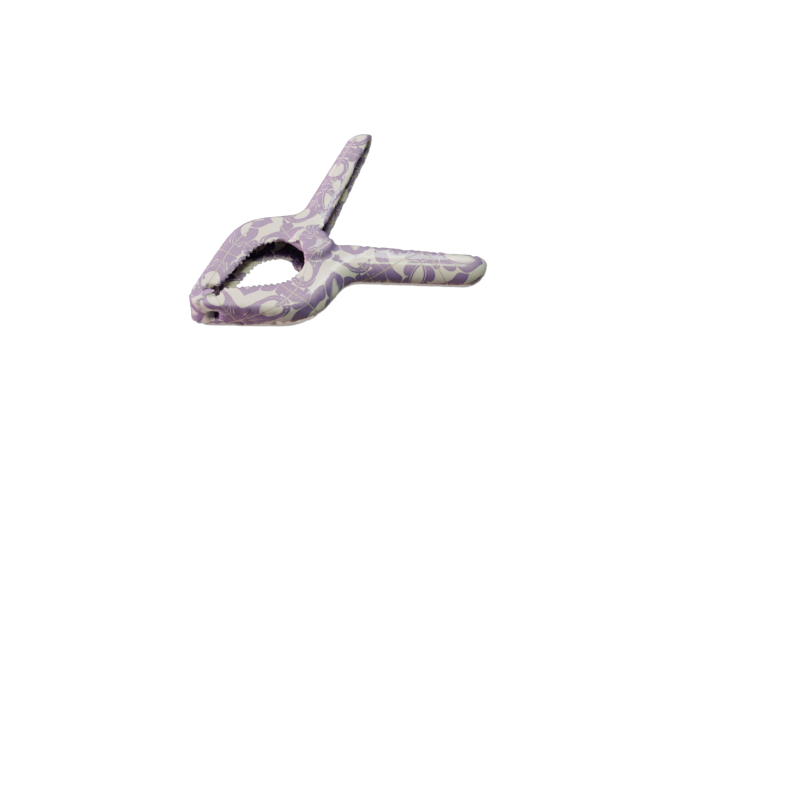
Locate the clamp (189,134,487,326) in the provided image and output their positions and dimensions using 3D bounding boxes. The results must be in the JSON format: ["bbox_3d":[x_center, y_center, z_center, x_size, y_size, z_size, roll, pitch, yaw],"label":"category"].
[{"bbox_3d":[-0.065,-0.118,0.824,0.208,0.177,0.034,-21,-34,-16],"label":"clamp"}]
